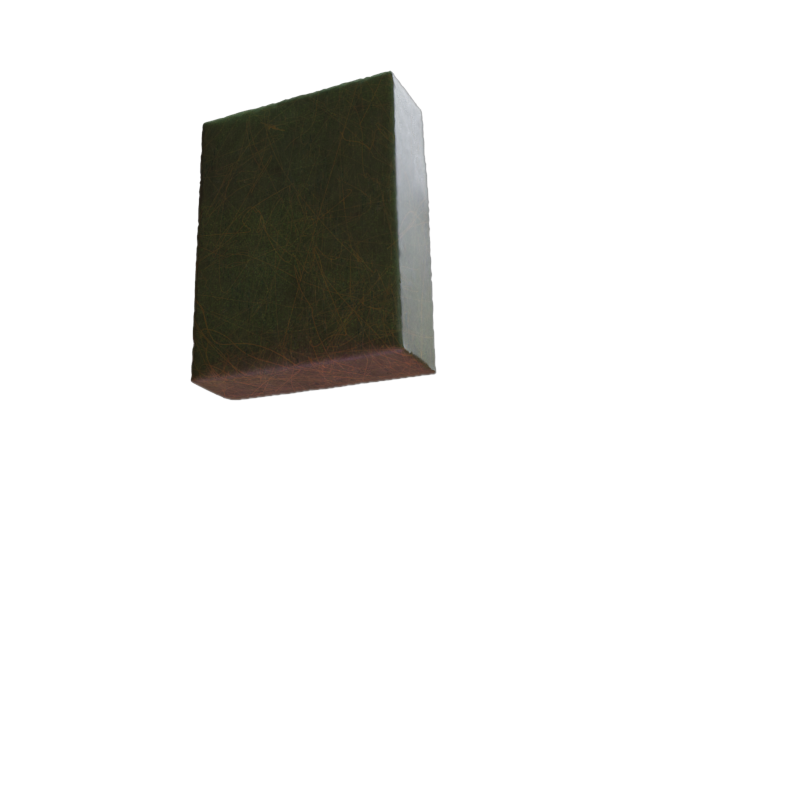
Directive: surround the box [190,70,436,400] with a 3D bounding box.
[{"bbox_3d":[-0.064,-0.116,0.812,0.167,0.225,0.067,-11,-25,23],"label":"box"}]
